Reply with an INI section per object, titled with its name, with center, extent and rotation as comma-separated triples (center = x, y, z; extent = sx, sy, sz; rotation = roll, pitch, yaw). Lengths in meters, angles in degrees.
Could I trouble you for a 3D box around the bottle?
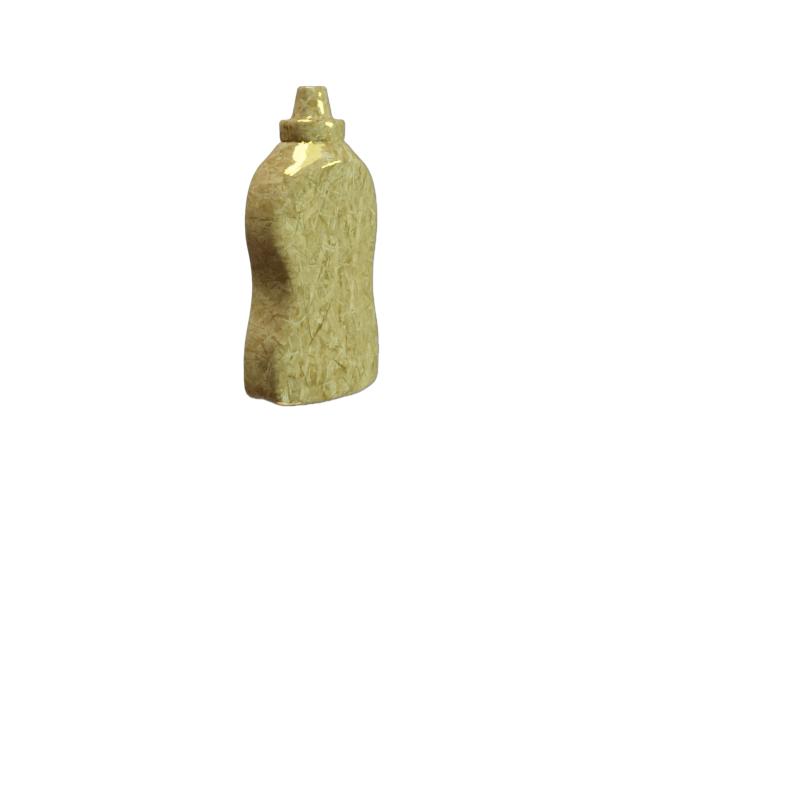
[bottle]
center = -0.054, -0.099, 0.690
extent = 0.061, 0.188, 0.093
rotation = 8, 11, 43
